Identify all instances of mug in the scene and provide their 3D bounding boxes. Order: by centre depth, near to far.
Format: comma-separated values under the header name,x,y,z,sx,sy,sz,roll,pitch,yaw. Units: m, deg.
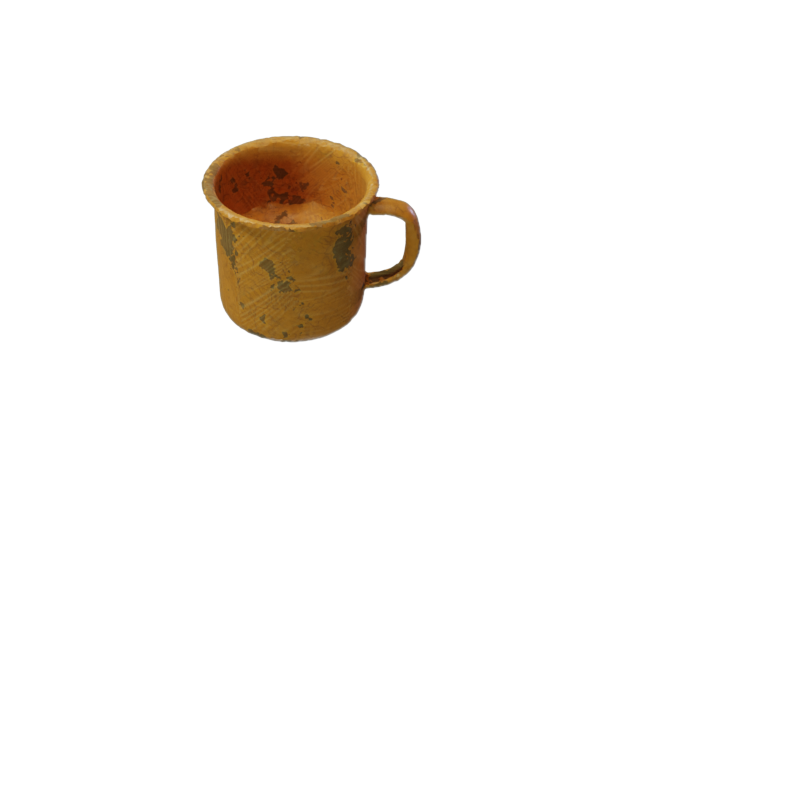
name,x,y,z,sx,sy,sz,roll,pitch,yaw
mug,-0.047,-0.086,0.605,0.117,0.076,0.100,0,39,-2
